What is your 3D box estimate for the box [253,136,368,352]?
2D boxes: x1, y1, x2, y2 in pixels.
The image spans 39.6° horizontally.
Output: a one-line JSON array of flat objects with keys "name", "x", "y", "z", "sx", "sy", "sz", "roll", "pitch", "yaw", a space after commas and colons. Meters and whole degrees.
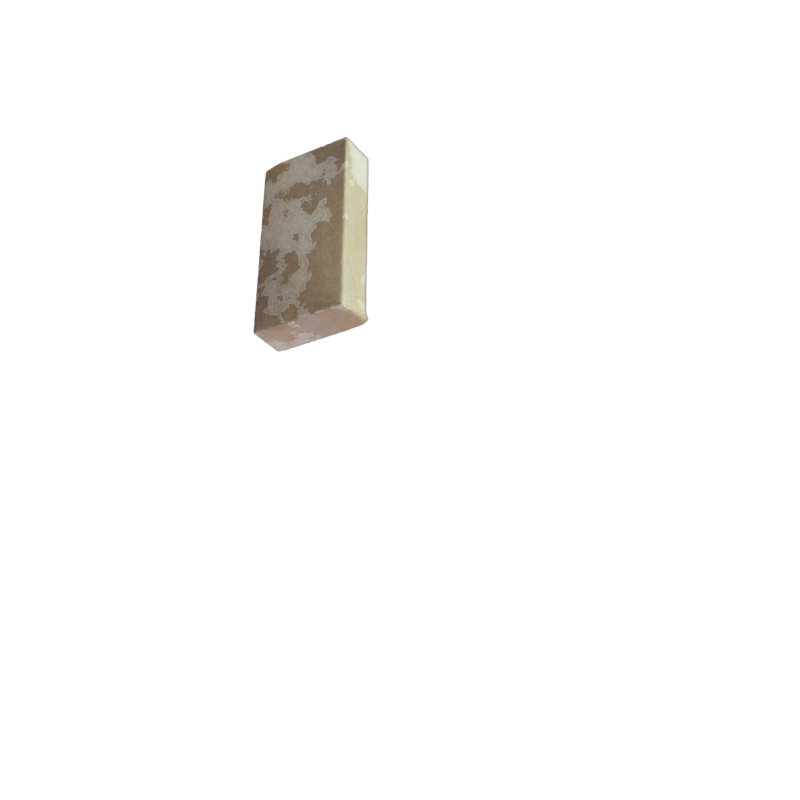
[{"name": "box", "x": -0.076, "y": -0.137, "z": 0.961, "sx": 0.094, "sy": 0.188, "sz": 0.044, "roll": -19, "pitch": -35, "yaw": 26}]
